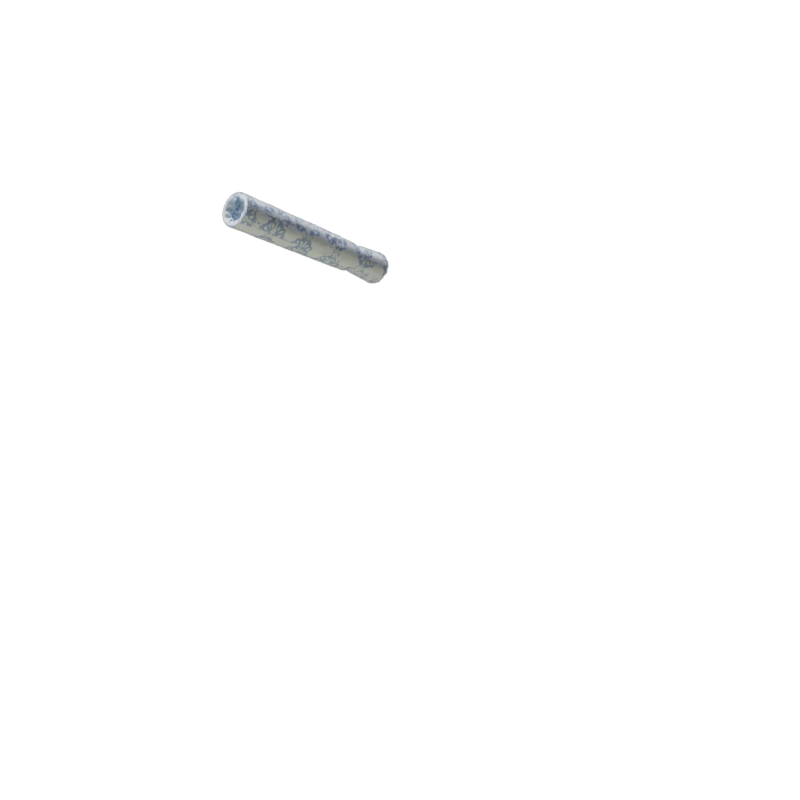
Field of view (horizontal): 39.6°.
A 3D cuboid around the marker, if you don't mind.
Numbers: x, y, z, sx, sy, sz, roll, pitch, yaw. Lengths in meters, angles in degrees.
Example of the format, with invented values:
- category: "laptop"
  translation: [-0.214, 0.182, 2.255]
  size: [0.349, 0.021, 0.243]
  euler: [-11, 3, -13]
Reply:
- category: "marker"
  translation: [-0.047, -0.086, 0.600]
  size: [0.021, 0.020, 0.114]
  euler: [4, -8, 41]
